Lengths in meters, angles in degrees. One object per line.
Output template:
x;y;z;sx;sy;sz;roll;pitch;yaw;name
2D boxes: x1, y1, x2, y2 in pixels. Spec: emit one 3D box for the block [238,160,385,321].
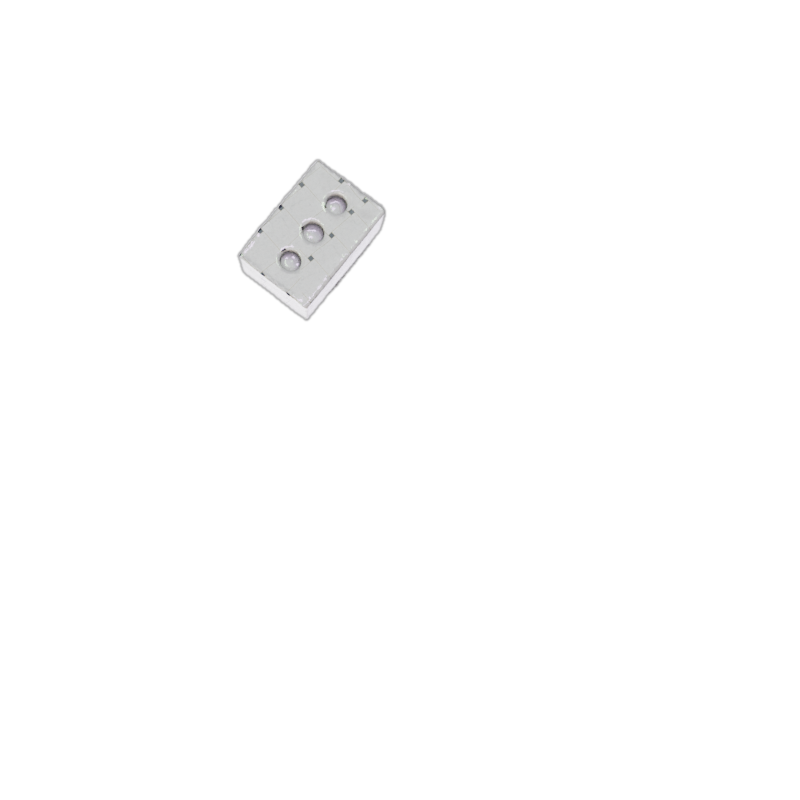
-0.052;-0.096;0.670;0.054;0.079;0.050;37;-10;4;block
